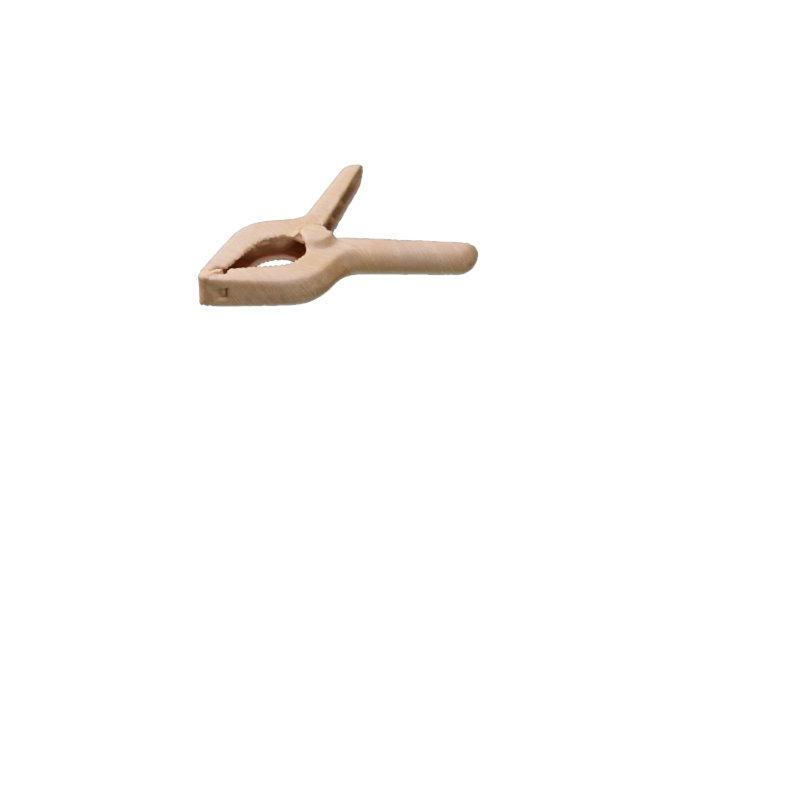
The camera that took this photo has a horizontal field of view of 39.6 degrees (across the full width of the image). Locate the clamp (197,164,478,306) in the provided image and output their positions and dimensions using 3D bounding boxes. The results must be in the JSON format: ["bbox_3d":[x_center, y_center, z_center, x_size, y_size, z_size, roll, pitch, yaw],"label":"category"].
[{"bbox_3d":[-0.068,-0.125,0.874,0.207,0.034,0.178,-19,42,-22],"label":"clamp"}]
